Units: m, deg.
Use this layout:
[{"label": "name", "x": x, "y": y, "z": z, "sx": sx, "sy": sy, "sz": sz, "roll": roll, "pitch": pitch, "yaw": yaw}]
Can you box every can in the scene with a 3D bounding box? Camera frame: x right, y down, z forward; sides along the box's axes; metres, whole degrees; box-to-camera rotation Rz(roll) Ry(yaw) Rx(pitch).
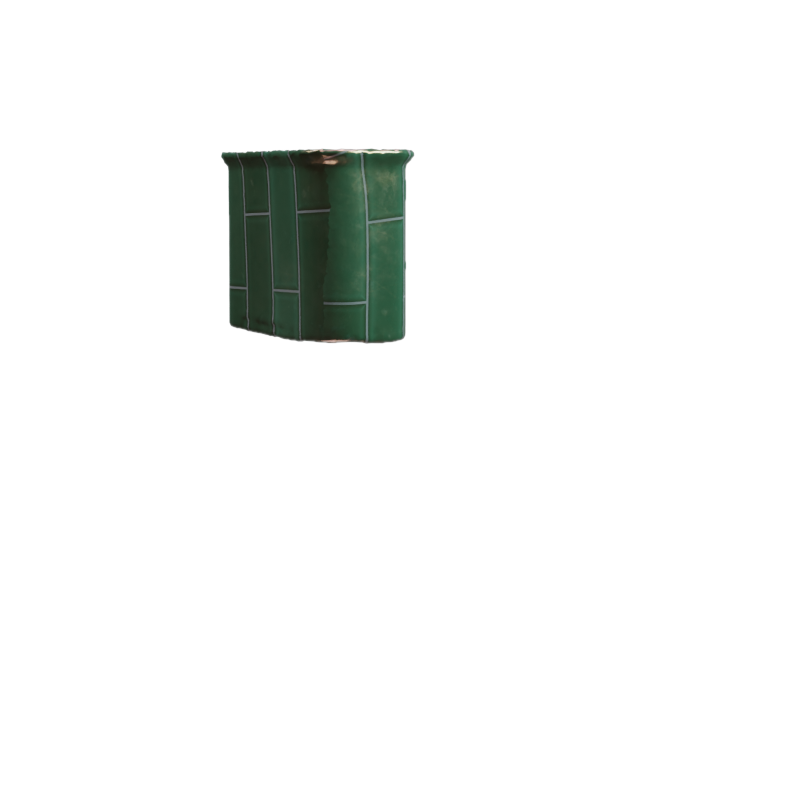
[{"label": "can", "x": -0.040, "y": -0.073, "z": 0.511, "sx": 0.056, "sy": 0.083, "sz": 0.107, "roll": -4, "pitch": 9, "yaw": -35}]
